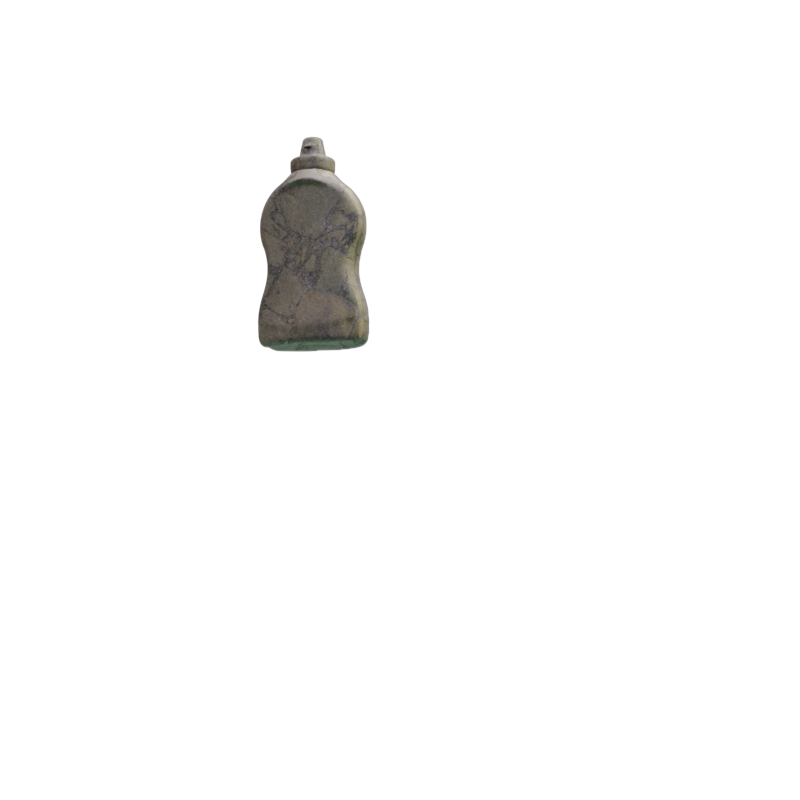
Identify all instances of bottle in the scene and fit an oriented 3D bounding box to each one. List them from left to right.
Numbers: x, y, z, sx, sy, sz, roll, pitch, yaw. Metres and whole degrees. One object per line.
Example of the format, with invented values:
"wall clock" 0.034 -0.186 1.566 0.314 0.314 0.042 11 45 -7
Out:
"bottle" -0.078 -0.142 0.994 0.098 0.197 0.055 -5 -13 19
